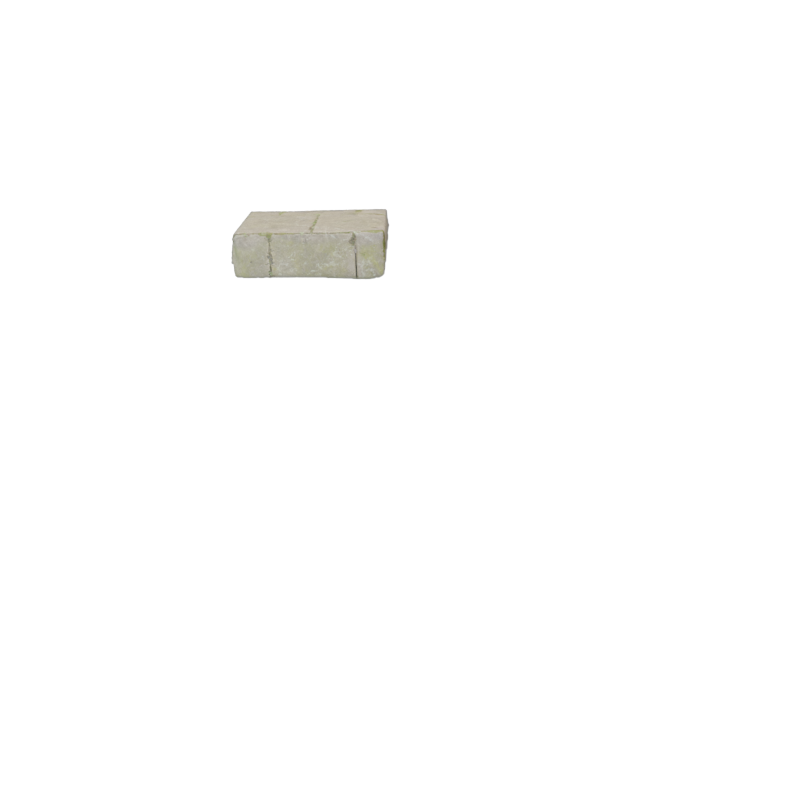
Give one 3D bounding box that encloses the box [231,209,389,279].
[{"bbox_3d":[-0.066,-0.120,0.844,0.114,0.037,0.093,1,19,3],"label":"box"}]
